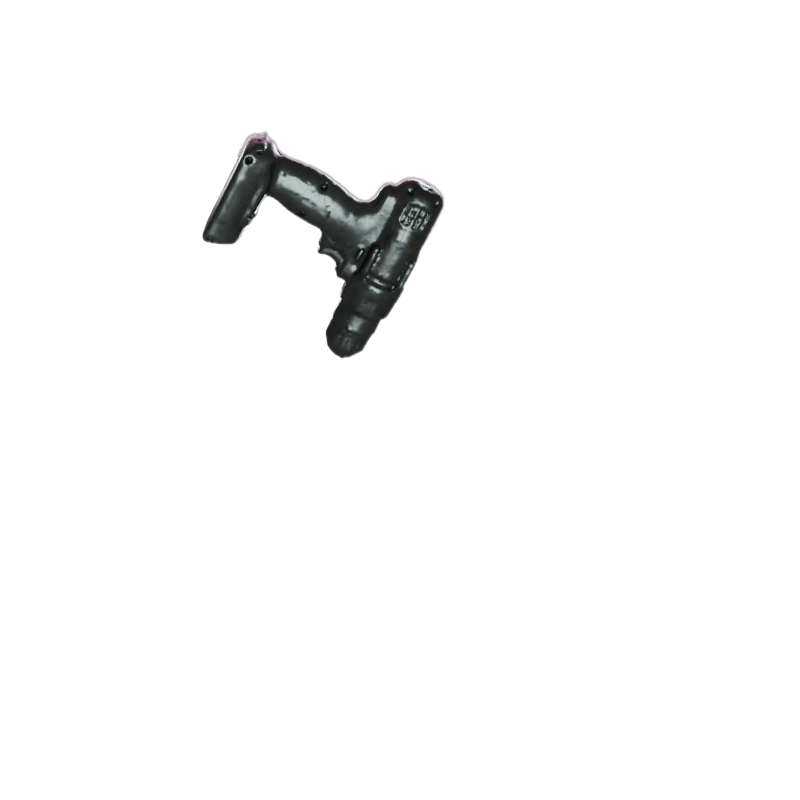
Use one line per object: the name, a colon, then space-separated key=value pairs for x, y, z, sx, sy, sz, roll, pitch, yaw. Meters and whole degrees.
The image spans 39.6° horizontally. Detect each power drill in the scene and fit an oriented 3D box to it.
power drill: x=-0.078 y=-0.142 z=0.995 sx=0.184 sy=0.179 sz=0.060 roll=24 pitch=21 yaw=-10
